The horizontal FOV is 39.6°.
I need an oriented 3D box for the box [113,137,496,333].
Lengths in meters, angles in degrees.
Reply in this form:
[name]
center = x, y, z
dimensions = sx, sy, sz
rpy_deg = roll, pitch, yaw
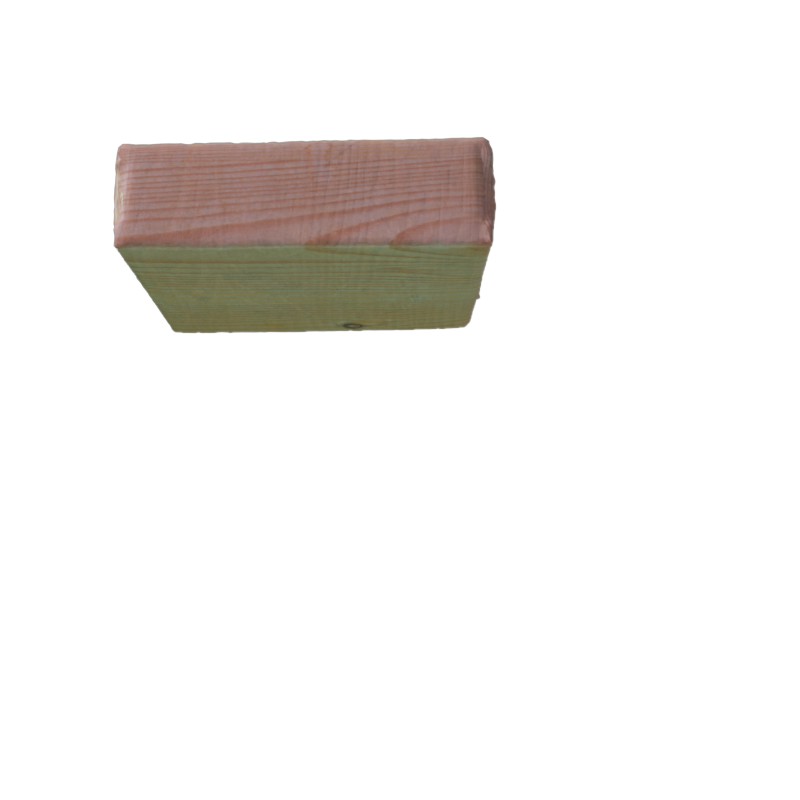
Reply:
[box]
center = -0.022, -0.041, 0.288
dimensions = 0.090, 0.031, 0.070
rpy_deg = -1, -13, 2
